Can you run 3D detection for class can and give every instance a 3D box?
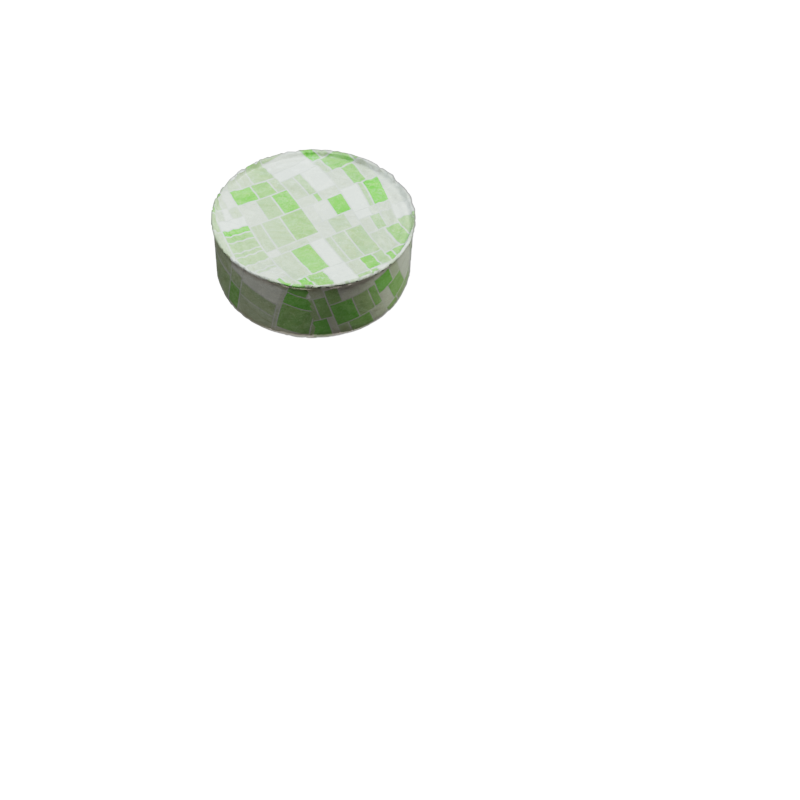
[{"bbox_3d":[-0.037,-0.068,0.475,0.086,0.092,0.031,-1,-43,-1],"label":"can"}]
